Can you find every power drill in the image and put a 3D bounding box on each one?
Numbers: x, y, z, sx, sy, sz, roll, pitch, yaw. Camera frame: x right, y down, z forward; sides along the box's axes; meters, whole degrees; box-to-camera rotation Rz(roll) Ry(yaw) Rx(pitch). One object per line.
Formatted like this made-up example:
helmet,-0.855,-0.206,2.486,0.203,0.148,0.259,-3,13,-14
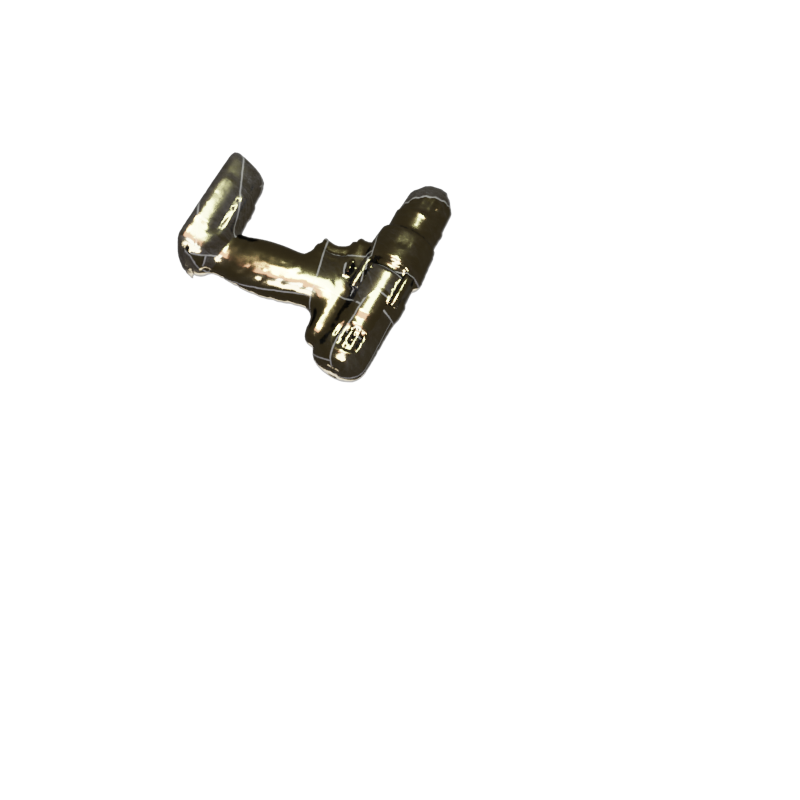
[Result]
power drill,-0.070,-0.128,0.898,0.193,0.190,0.054,25,-25,12
